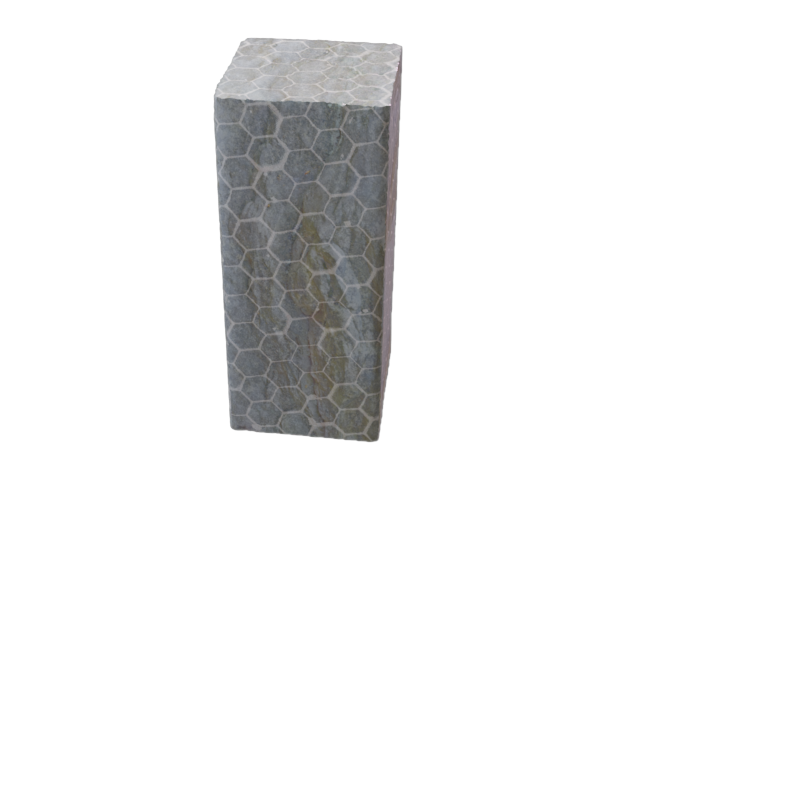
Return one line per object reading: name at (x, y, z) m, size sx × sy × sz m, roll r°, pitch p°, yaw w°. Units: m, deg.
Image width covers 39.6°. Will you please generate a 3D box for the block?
block at (-0.049, -0.089, 0.621) m, size 0.091 × 0.193 × 0.096 m, roll 4°, pitch 33°, yaw 3°
